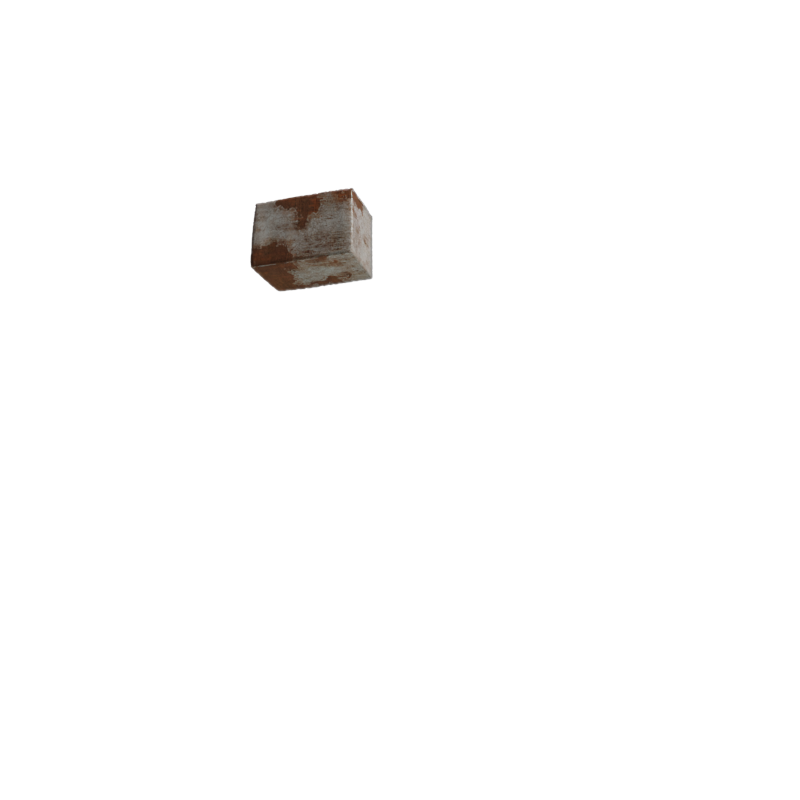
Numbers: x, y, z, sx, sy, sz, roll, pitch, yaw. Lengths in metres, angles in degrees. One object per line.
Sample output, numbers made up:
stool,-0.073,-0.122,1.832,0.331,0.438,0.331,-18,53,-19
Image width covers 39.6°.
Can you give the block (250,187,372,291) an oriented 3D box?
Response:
block,-0.063,-0.116,0.811,0.079,0.054,0.049,-7,-22,16
